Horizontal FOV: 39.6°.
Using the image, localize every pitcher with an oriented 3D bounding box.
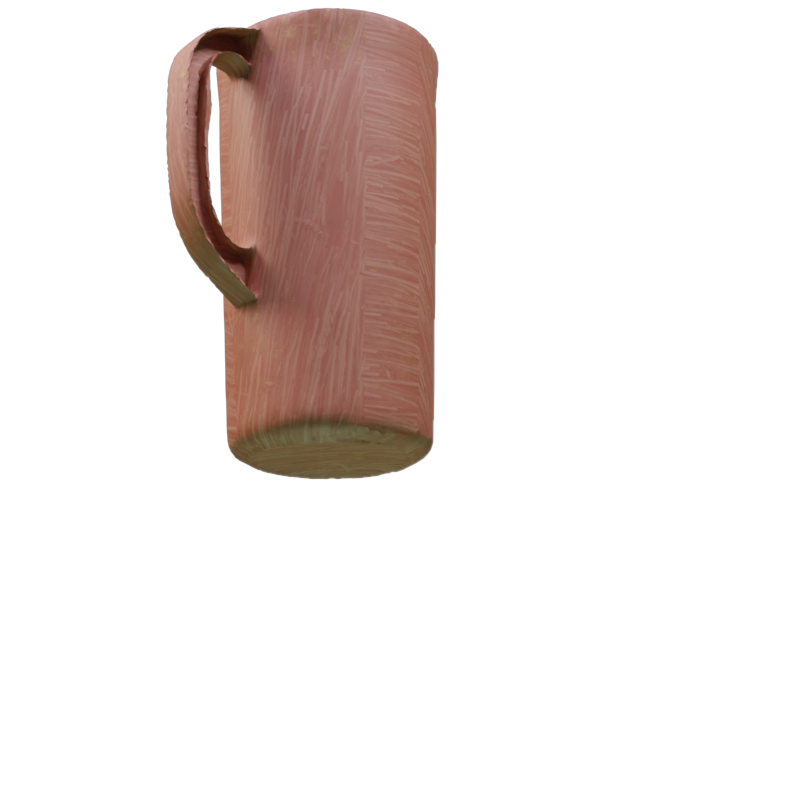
[{"bbox_3d":[-0.048,-0.088,0.616,0.149,0.256,0.137,-2,-21,1],"label":"pitcher"}]
